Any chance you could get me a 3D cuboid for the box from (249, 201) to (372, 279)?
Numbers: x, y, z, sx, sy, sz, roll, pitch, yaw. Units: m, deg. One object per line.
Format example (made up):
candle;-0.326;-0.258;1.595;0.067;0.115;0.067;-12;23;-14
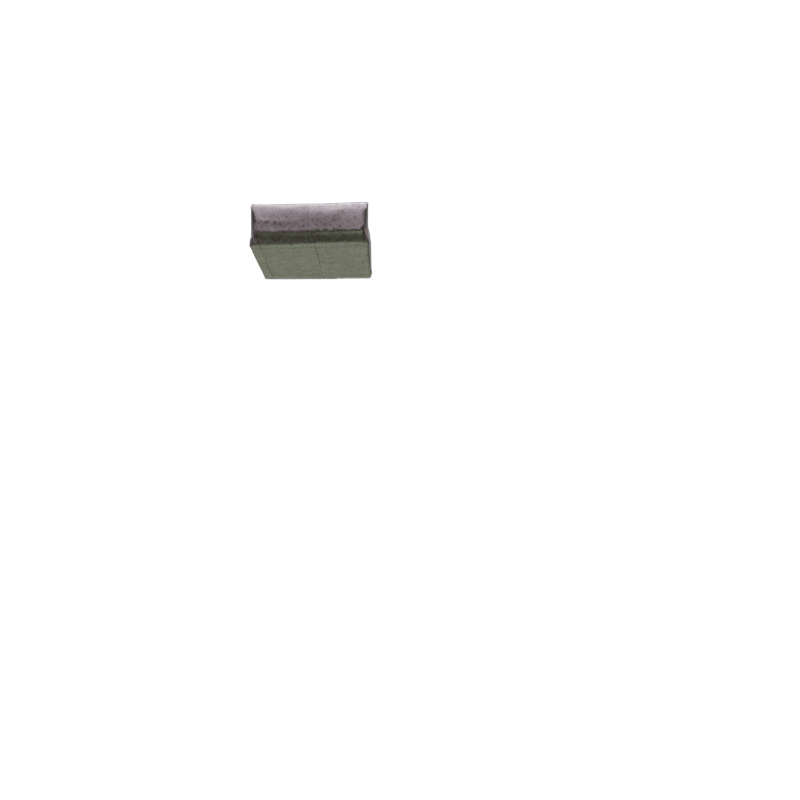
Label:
box;-0.056;-0.102;0.713;0.073;0.031;0.086;0;-10;2
